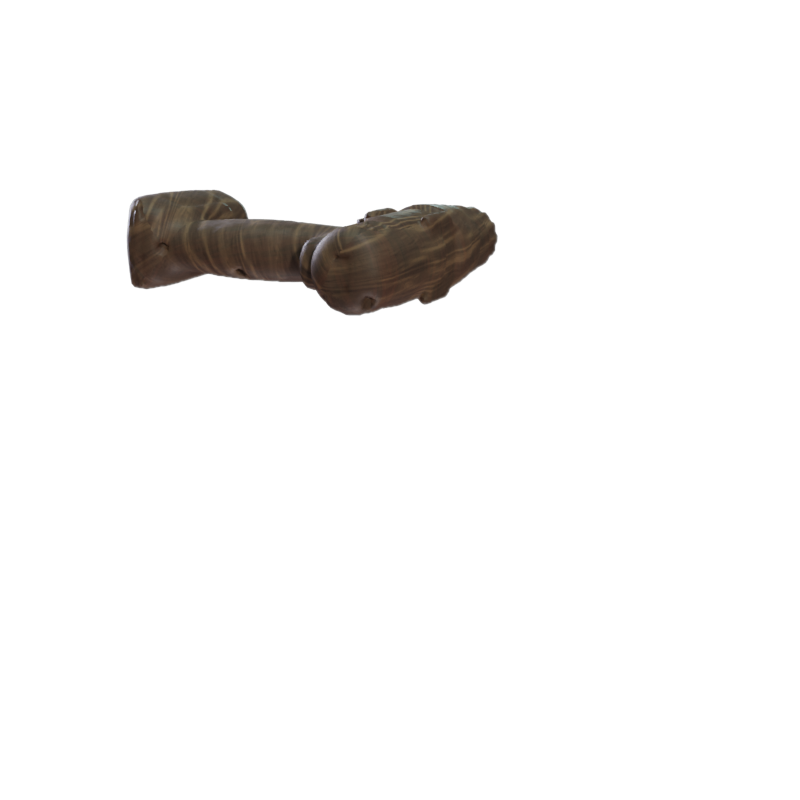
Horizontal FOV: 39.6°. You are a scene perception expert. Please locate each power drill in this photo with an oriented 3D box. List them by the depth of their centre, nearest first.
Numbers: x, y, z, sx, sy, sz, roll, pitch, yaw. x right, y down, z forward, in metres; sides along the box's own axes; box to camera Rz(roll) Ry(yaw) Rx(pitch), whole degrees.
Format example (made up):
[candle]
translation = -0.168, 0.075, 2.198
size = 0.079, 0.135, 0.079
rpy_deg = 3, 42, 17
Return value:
[power drill]
translation = -0.051, -0.094, 0.657
size = 0.195, 0.056, 0.182
rpy_deg = 6, 14, 26
